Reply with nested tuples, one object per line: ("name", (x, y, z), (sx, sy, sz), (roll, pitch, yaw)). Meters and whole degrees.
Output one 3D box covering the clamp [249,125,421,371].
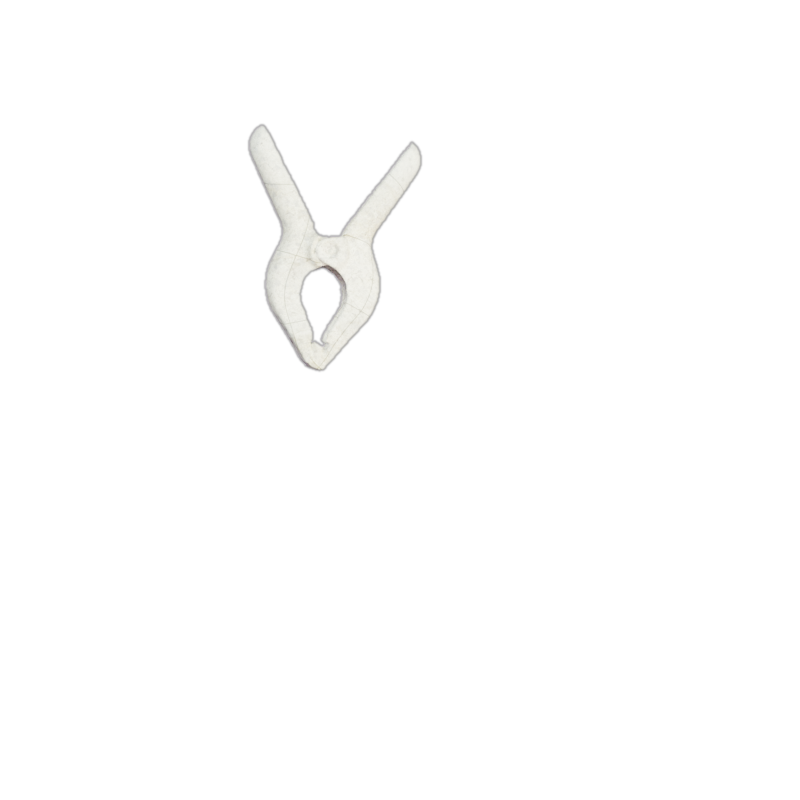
("clamp", (-0.060, -0.110, 0.769), (0.120, 0.175, 0.038), (13, -9, 2))
